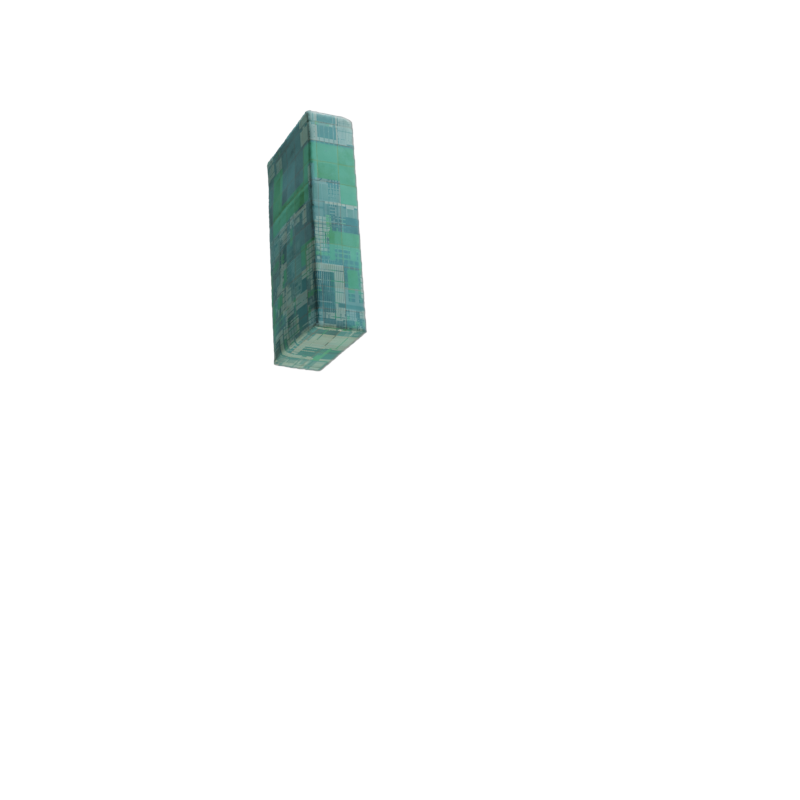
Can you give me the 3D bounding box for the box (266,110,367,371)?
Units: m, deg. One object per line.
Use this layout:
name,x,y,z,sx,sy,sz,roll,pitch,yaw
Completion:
box,-0.065,-0.120,0.840,0.046,0.186,0.092,9,-25,-24
